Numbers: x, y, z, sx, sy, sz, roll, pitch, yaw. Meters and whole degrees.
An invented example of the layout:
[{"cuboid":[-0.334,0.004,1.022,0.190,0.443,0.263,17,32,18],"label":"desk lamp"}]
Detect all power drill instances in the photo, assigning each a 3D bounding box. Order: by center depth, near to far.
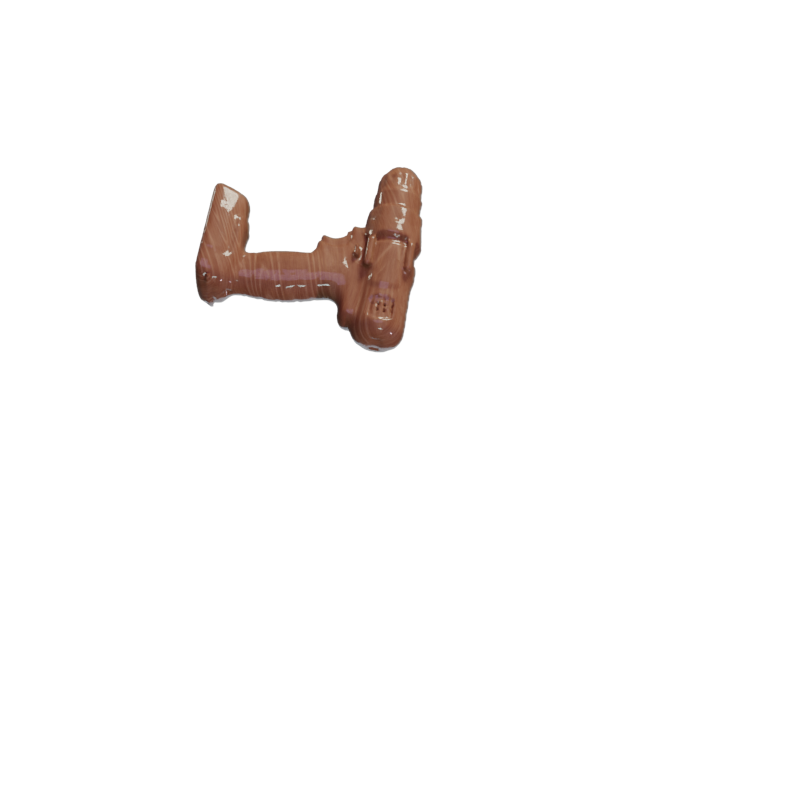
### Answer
[{"cuboid":[-0.076,-0.138,0.968,0.189,0.195,0.054,7,-33,4],"label":"power drill"}]
